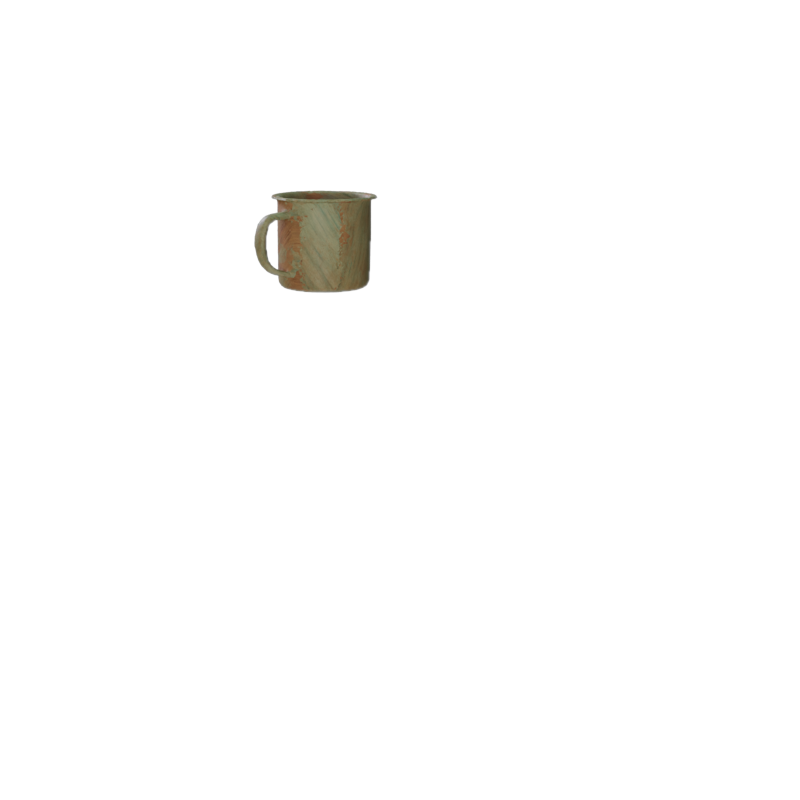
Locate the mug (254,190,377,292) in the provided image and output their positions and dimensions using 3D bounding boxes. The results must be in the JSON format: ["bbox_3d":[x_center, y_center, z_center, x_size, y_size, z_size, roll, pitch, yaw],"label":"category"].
[{"bbox_3d":[-0.076,-0.139,0.973,0.114,0.080,0.098,-11,16,-39],"label":"mug"}]
